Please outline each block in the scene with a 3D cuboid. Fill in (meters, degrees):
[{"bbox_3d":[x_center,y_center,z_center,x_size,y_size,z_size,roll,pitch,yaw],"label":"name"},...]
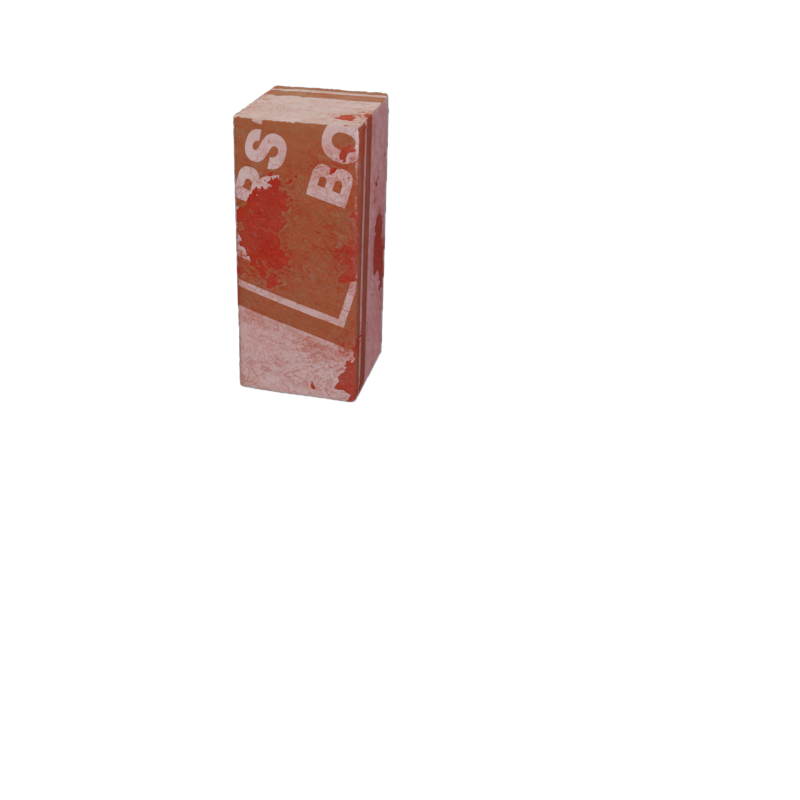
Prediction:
[{"bbox_3d":[-0.062,-0.115,0.804,0.092,0.196,0.093,7,25,13],"label":"block"}]
